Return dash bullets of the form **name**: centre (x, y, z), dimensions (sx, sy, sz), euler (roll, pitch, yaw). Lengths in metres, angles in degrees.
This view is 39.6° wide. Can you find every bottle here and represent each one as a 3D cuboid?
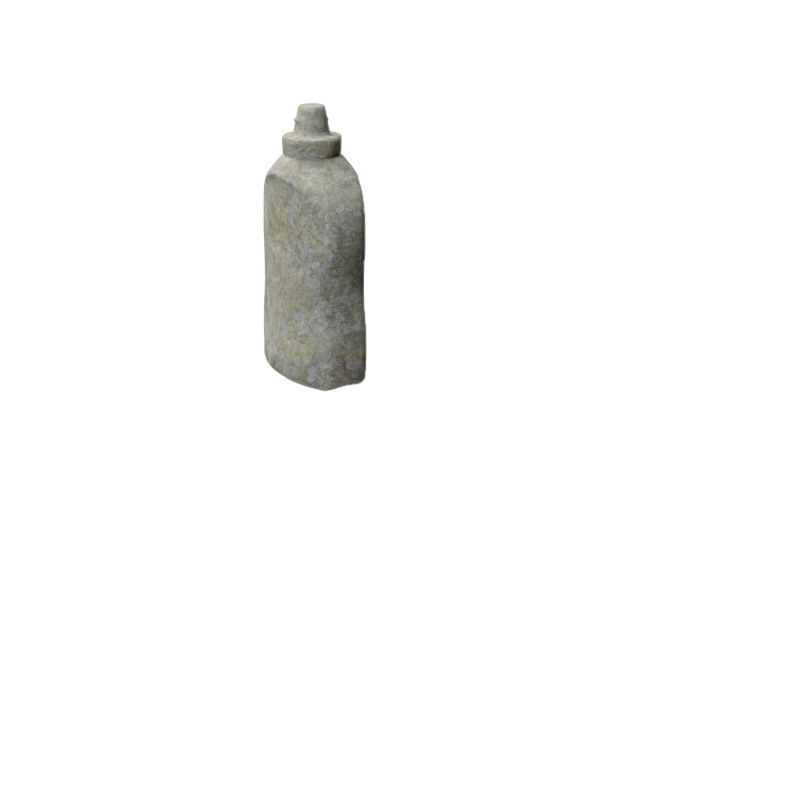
- **bottle**: centre (-0.061, -0.110, 0.773), dimensions (0.057, 0.185, 0.102), euler (-8, 20, -30)
